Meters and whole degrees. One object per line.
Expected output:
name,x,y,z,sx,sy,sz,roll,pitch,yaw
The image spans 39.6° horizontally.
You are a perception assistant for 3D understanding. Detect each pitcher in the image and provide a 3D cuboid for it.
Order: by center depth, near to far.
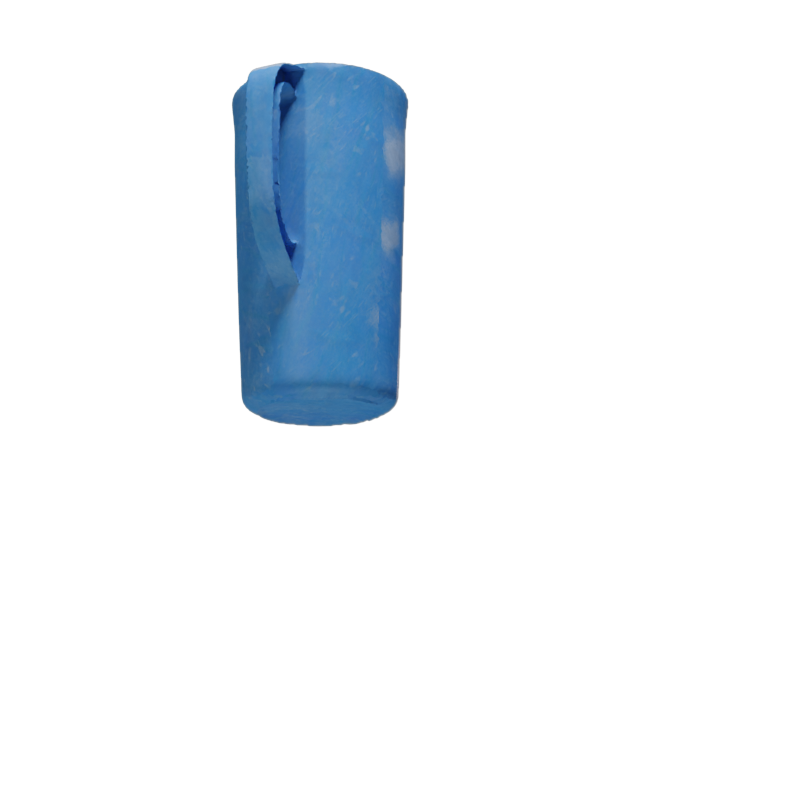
pitcher,-0.062,-0.113,0.791,0.144,0.255,0.143,8,-21,-24
